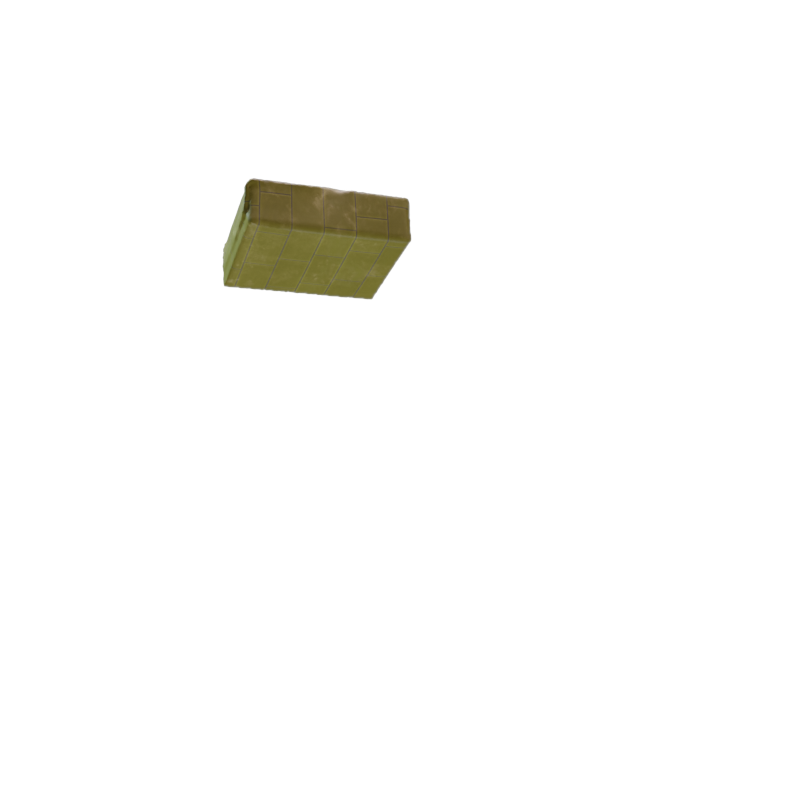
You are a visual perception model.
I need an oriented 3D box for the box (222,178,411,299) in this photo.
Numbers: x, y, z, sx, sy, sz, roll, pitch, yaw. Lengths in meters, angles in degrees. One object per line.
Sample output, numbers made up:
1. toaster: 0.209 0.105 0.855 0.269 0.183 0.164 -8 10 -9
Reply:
1. box: -0.047 -0.086 0.600 0.087 0.032 0.070 6 -24 -14
